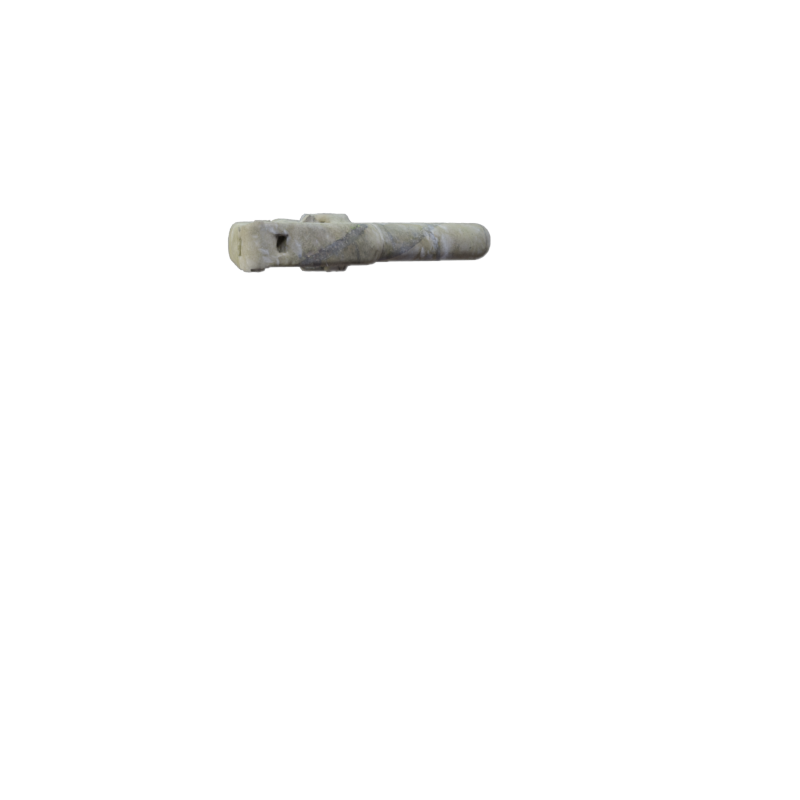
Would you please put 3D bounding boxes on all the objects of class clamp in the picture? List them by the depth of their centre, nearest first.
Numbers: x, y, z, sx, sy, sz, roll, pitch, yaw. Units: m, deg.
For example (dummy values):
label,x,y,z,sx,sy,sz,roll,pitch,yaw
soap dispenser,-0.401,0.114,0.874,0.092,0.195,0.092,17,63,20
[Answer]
label,x,y,z,sx,sy,sz,roll,pitch,yaw
clamp,-0.055,-0.100,0.700,0.170,0.036,0.205,5,11,27
